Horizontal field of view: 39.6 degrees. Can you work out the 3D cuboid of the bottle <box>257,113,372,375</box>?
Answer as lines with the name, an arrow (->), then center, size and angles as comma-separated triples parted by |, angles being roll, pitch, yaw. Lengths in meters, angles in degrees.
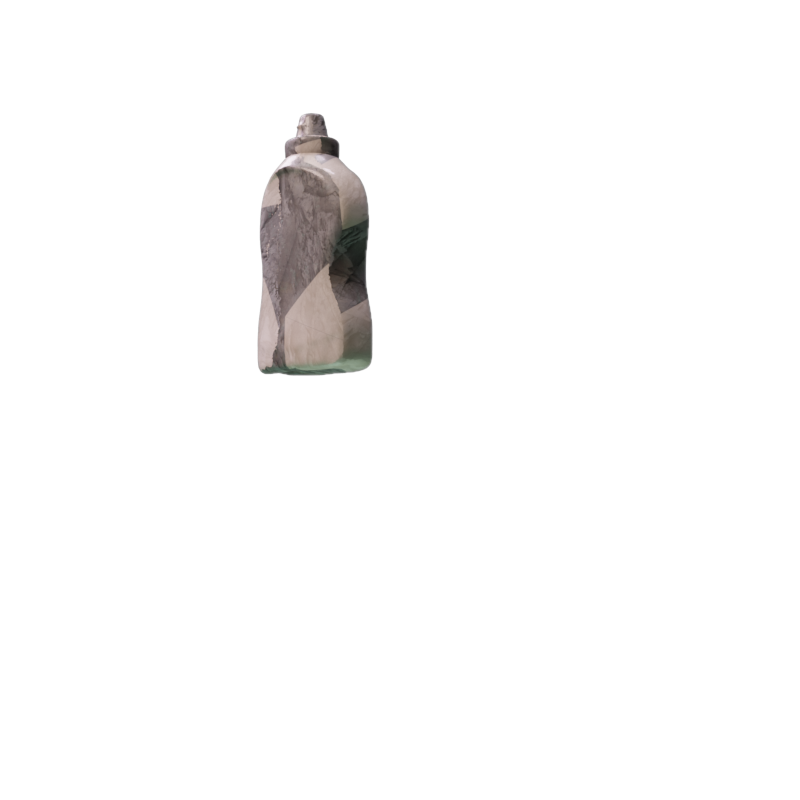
bottle -> -0.064, -0.116, 0.813 | 0.056, 0.197, 0.098 | 8, -13, -41
